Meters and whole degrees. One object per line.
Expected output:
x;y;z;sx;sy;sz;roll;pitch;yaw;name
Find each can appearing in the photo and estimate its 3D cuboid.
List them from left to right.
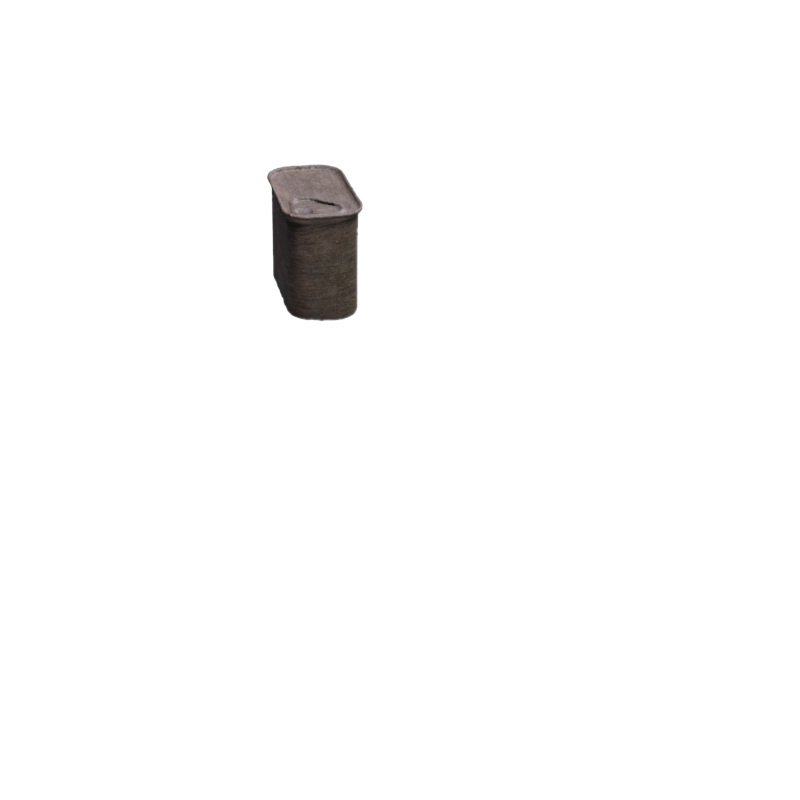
-0.064;-0.116;0.813;0.057;0.079;0.109;-5;29;-13;can
